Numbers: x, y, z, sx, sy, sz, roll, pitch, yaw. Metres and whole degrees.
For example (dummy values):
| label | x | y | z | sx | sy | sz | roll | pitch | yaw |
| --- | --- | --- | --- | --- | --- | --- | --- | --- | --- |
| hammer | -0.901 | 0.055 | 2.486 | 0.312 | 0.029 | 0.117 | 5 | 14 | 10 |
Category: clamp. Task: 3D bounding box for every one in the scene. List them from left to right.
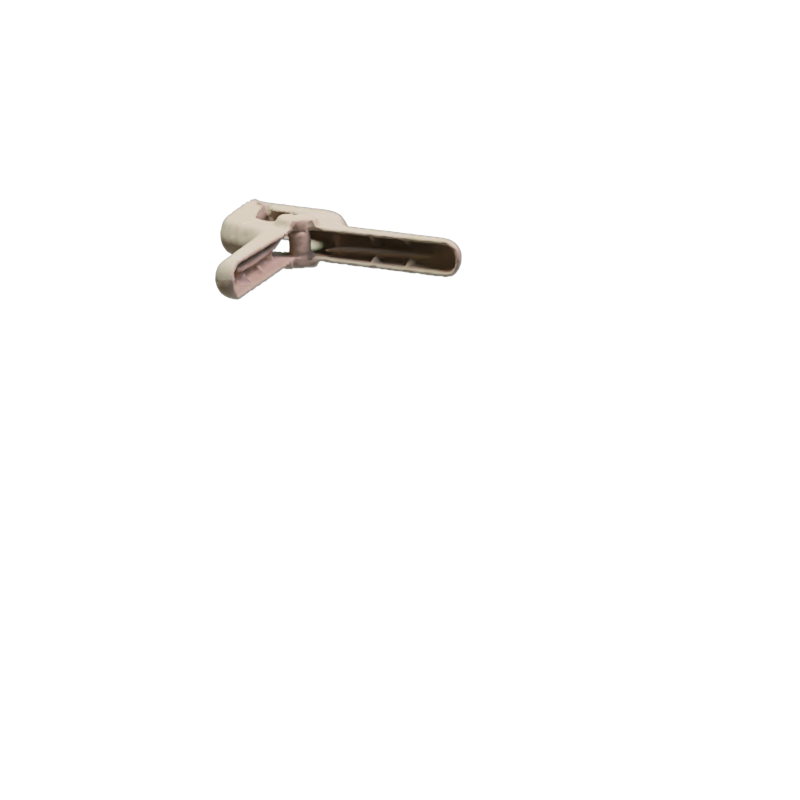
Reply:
| label | x | y | z | sx | sy | sz | roll | pitch | yaw |
| --- | --- | --- | --- | --- | --- | --- | --- | --- | --- |
| clamp | -0.062 | -0.112 | 0.786 | 0.162 | 0.035 | 0.221 | -5 | 20 | -14 |
